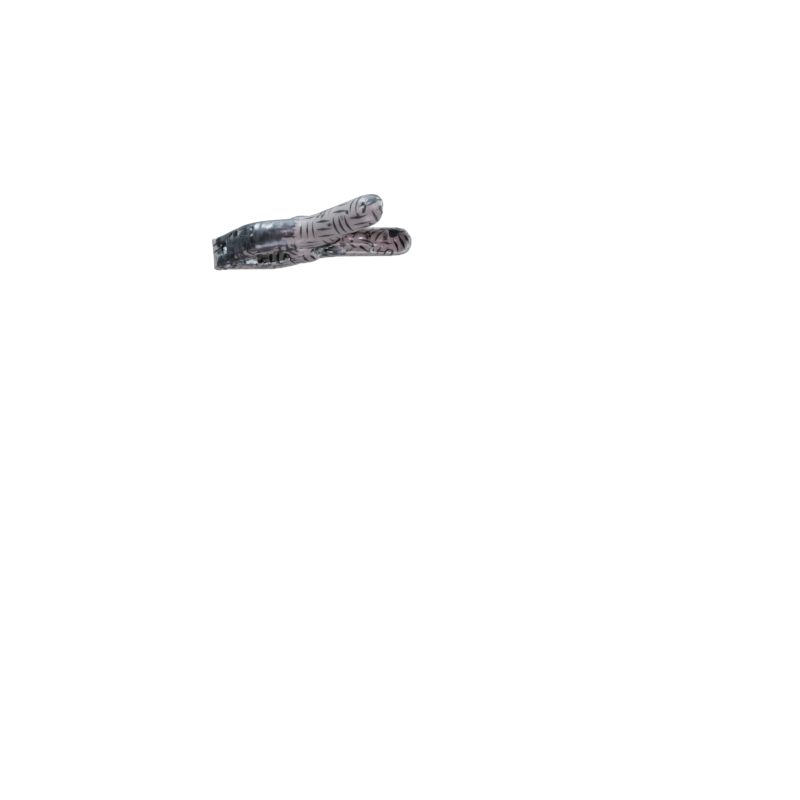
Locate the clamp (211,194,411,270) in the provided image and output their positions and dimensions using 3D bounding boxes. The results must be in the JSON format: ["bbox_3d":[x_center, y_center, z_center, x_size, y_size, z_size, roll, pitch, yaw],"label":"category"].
[{"bbox_3d":[-0.075,-0.136,0.954,0.175,0.041,0.113,-6,-16,23],"label":"clamp"}]
